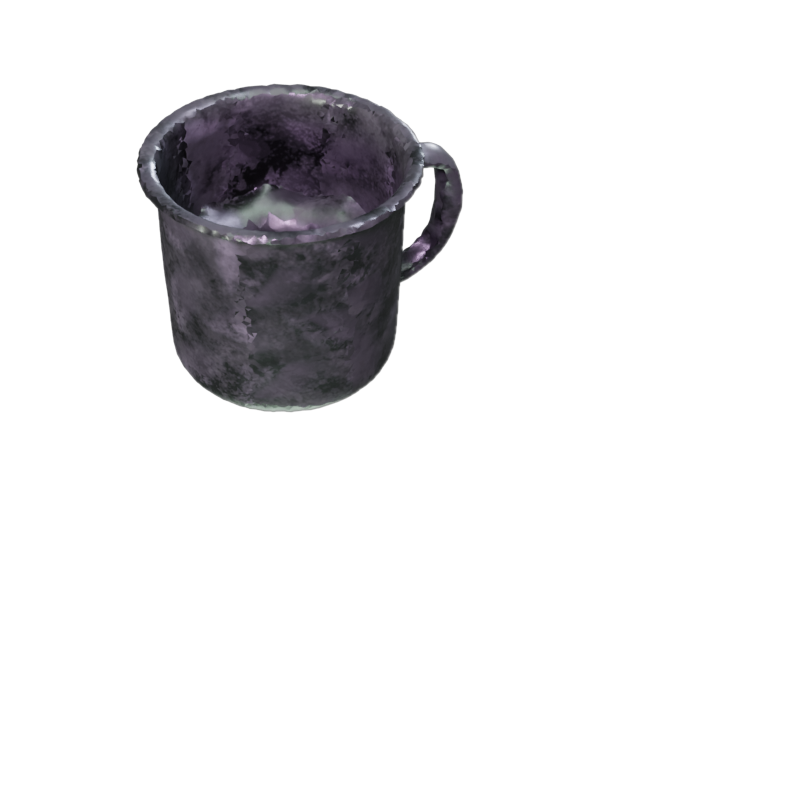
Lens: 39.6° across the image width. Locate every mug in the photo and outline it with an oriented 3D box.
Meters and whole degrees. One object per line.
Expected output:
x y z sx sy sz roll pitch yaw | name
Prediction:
-0.030 -0.055 0.387 0.116 0.076 0.101 -21 46 -23 | mug
